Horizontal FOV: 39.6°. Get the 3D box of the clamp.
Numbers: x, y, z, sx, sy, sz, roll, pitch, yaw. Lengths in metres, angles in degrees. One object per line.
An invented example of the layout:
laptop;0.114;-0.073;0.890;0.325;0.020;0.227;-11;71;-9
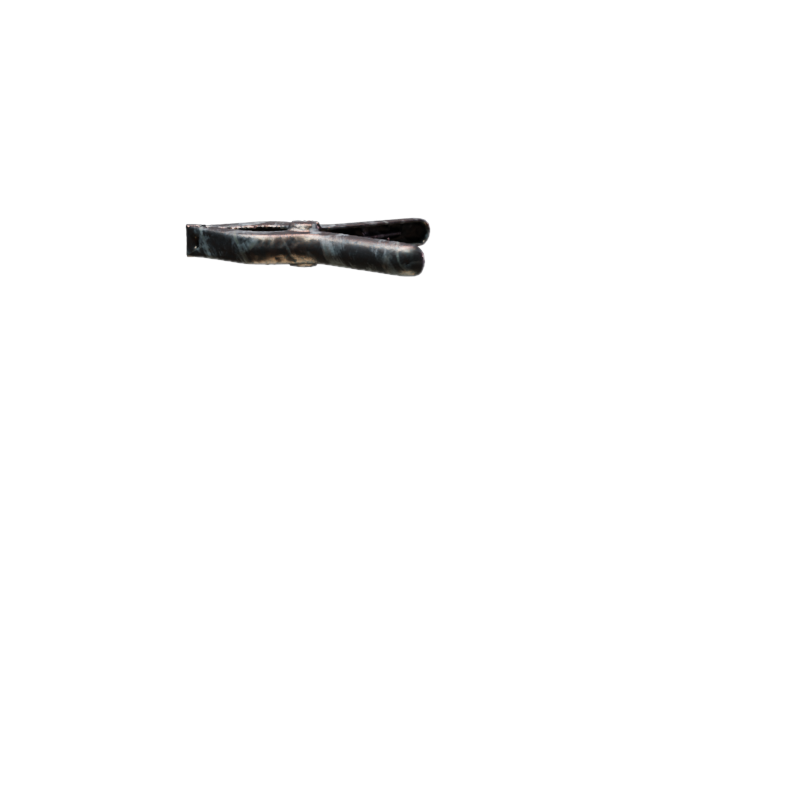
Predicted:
clamp;-0.073;-0.132;0.927;0.214;0.035;0.166;4;16;12
